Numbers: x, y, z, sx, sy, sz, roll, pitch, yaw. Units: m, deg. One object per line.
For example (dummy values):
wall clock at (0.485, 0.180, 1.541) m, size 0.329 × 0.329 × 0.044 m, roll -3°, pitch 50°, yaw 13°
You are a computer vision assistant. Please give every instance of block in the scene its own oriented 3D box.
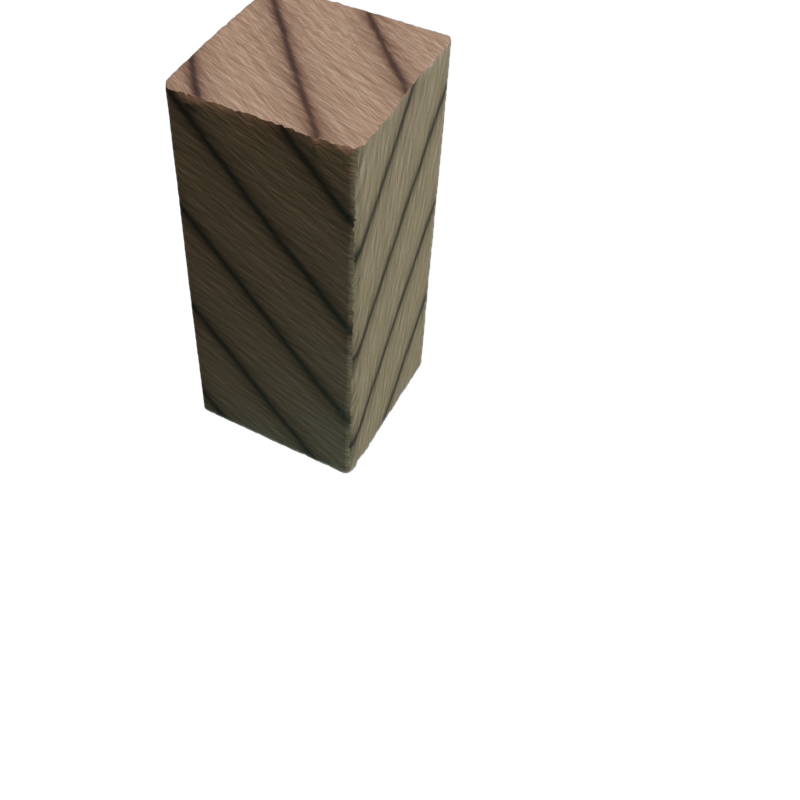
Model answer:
block at (-0.041, -0.074, 0.519) m, size 0.094 × 0.192 × 0.093 m, roll 23°, pitch 50°, yaw 16°
